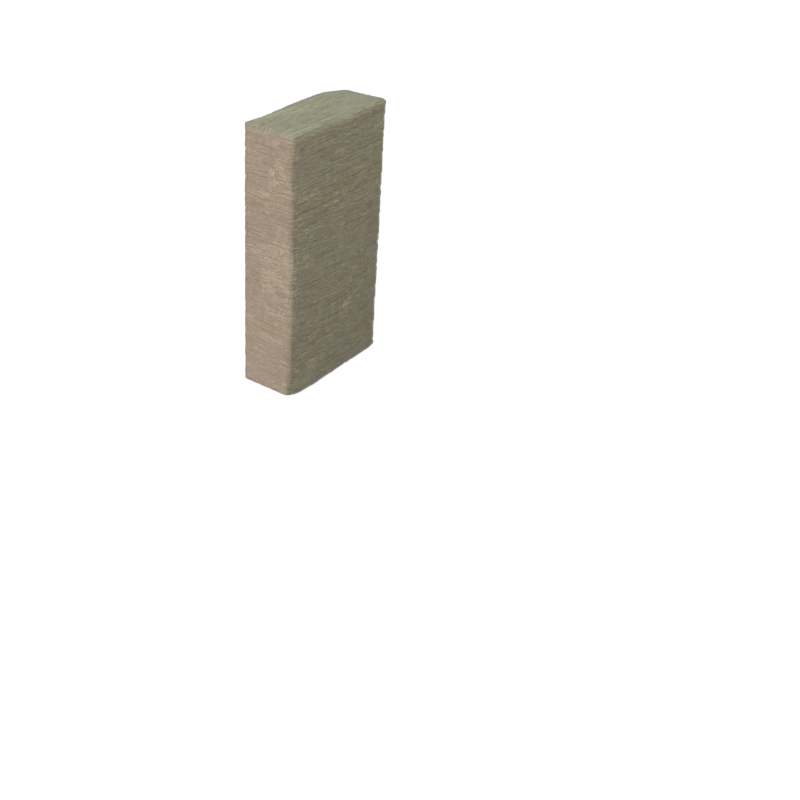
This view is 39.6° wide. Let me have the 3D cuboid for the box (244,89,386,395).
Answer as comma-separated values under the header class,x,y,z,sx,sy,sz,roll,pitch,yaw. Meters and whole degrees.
class,x,y,z,sx,sy,sz,roll,pitch,yaw
box,-0.055,-0.100,0.697,0.051,0.167,0.093,18,31,30
